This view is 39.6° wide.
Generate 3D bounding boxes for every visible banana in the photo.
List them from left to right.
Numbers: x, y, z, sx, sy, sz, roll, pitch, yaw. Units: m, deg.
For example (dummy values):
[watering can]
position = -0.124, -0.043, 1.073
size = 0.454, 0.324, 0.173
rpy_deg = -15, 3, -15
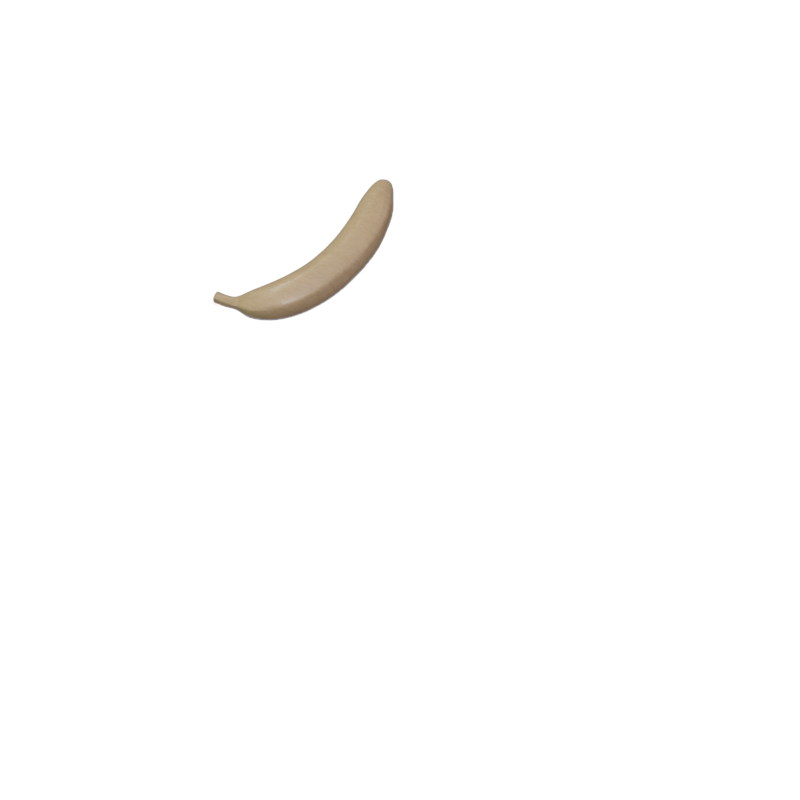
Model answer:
[banana]
position = -0.069, -0.126, 0.990
size = 0.198, 0.073, 0.035
rpy_deg = -36, -19, -16
